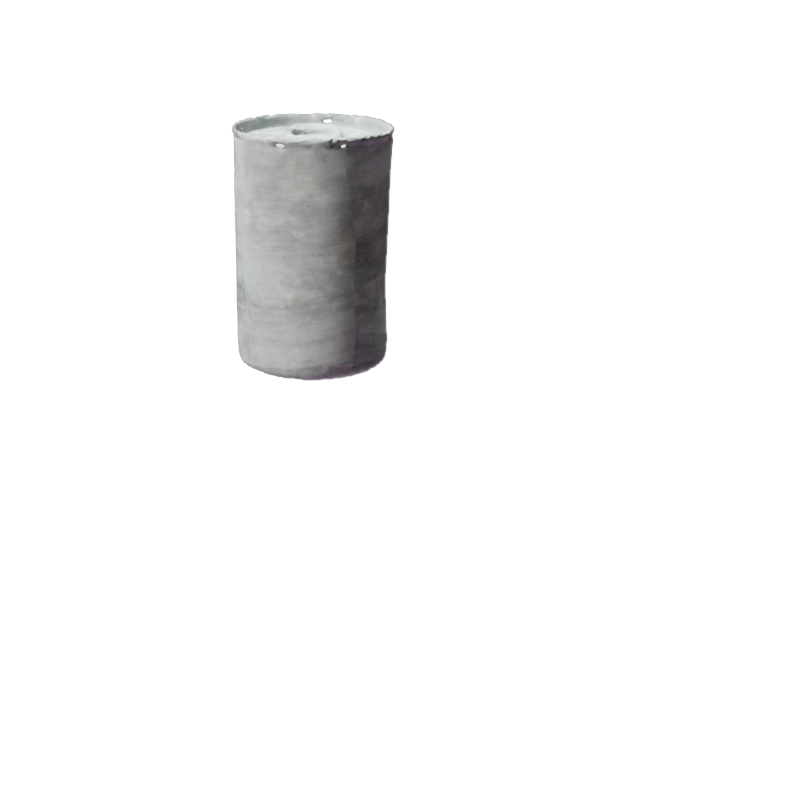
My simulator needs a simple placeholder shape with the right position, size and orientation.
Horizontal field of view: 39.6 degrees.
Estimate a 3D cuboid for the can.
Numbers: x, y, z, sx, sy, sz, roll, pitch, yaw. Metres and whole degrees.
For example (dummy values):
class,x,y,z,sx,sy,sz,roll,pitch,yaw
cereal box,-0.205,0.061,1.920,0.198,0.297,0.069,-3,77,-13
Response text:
class,x,y,z,sx,sy,sz,roll,pitch,yaw
can,-0.037,-0.068,0.477,0.068,0.098,0.071,0,19,-2
